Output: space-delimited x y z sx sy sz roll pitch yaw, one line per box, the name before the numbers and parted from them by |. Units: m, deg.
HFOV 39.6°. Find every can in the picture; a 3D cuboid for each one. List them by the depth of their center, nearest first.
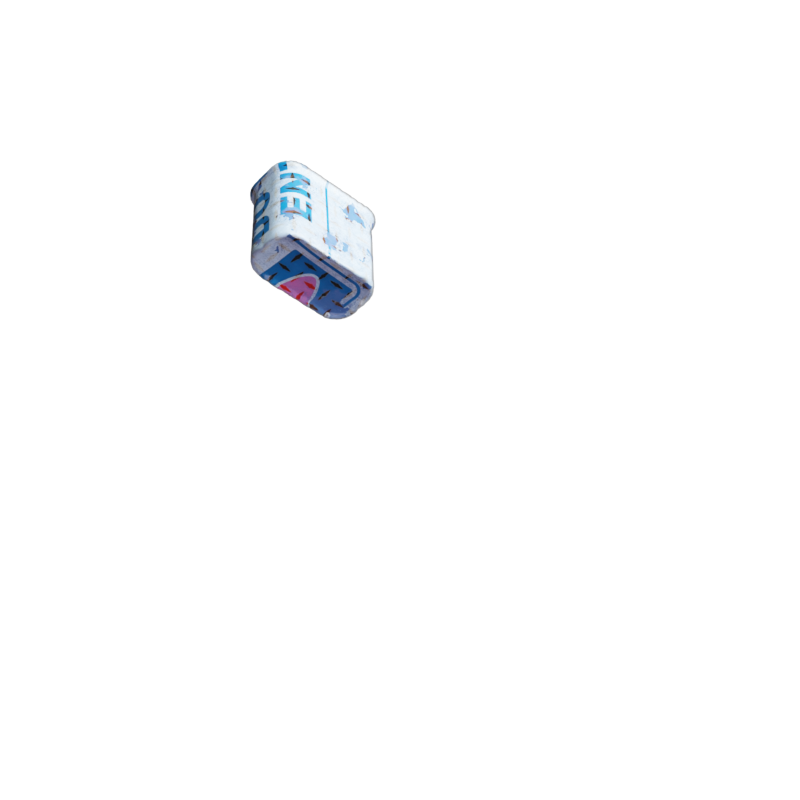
can | -0.066 -0.121 0.849 0.096 0.090 0.057 30 -54 -28
